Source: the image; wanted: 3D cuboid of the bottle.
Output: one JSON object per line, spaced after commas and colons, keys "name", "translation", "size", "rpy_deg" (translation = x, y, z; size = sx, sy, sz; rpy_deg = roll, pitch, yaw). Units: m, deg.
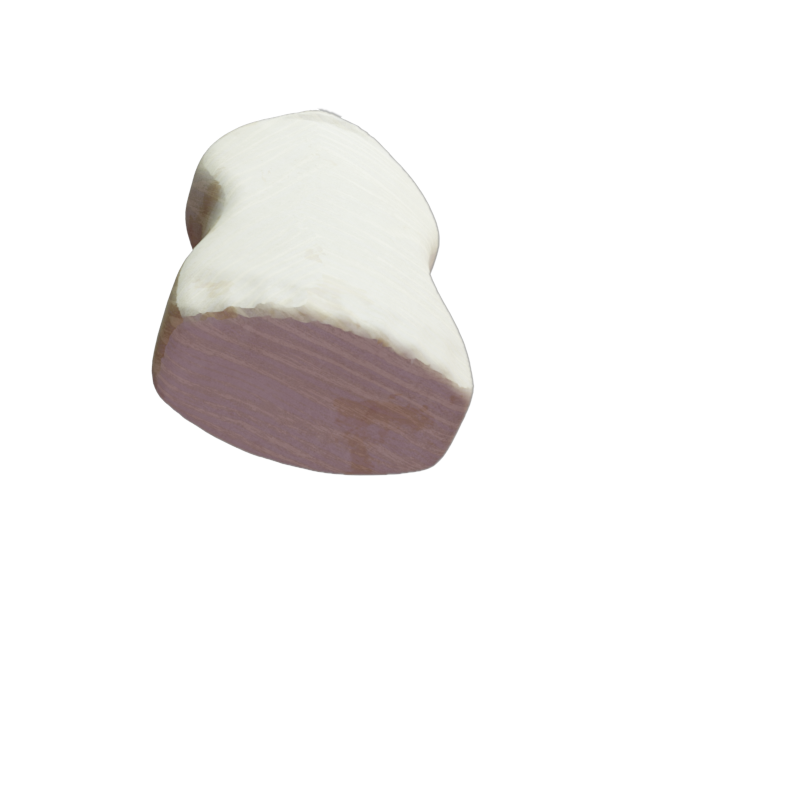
{"name": "bottle", "translation": [-0.032, -0.058, 0.407], "size": [0.094, 0.056, 0.205], "rpy_deg": [13, 33, -12]}
